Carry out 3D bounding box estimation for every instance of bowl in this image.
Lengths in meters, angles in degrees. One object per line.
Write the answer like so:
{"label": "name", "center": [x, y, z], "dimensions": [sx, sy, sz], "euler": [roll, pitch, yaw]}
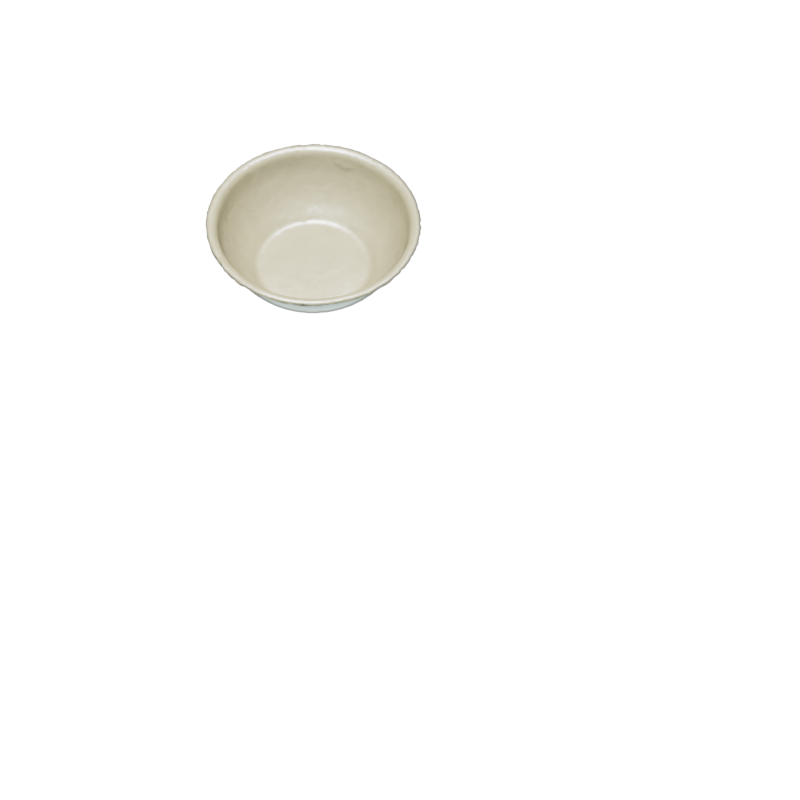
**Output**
{"label": "bowl", "center": [-0.067, -0.122, 0.852], "dimensions": [0.162, 0.174, 0.051], "euler": [-1, -38, -1]}
